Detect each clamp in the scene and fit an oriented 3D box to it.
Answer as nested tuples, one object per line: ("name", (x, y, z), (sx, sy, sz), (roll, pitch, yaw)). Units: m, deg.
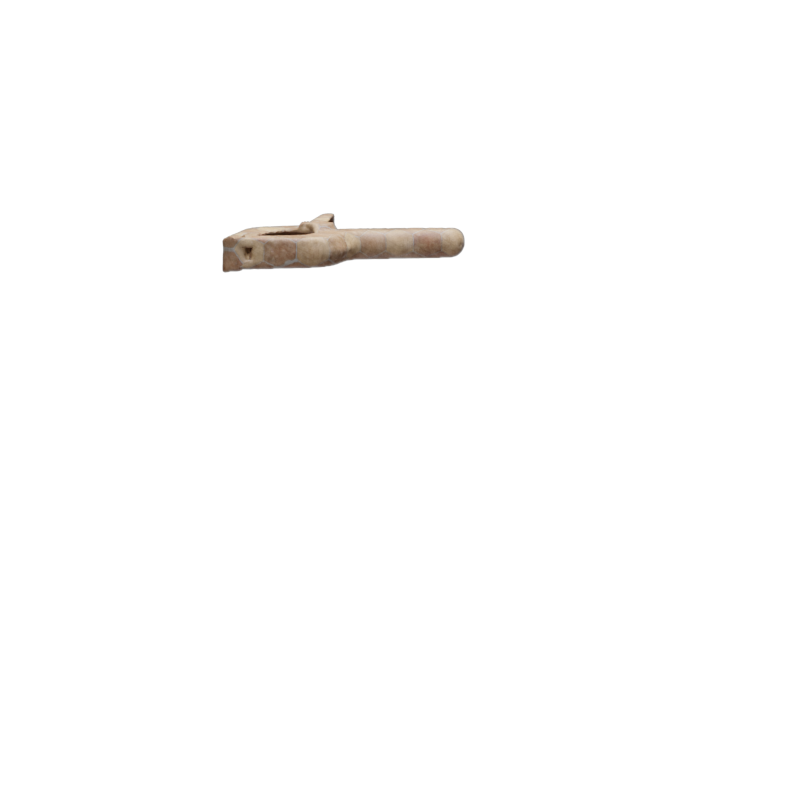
("clamp", (-0.073, -0.134, 0.937), (0.204, 0.035, 0.173), (-13, 19, -39))
